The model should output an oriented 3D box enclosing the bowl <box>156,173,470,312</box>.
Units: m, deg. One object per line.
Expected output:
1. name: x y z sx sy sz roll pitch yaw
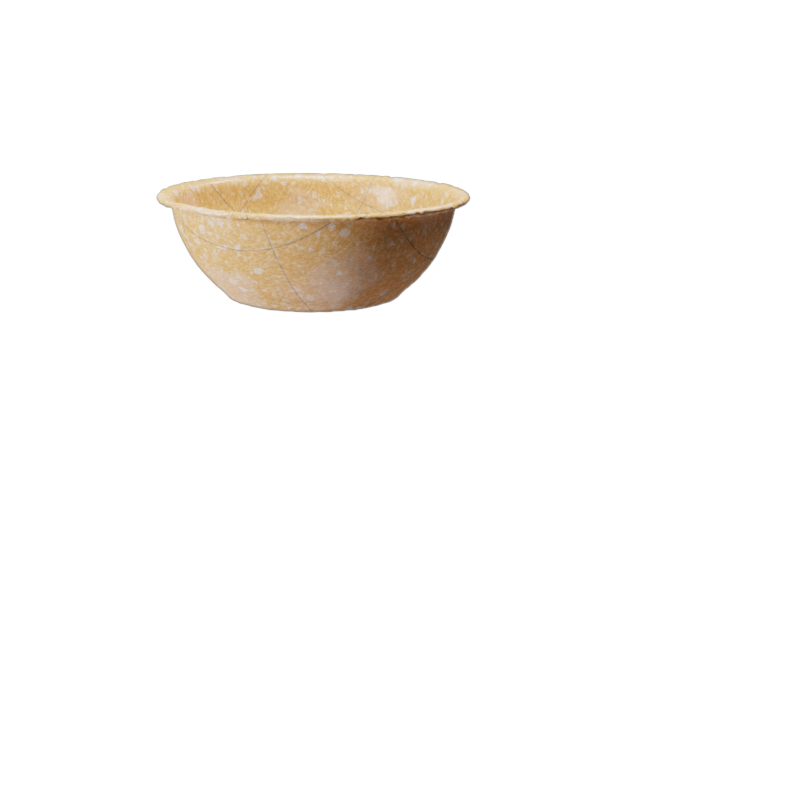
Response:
1. bowl: -0.045 -0.083 0.579 0.162 0.053 0.168 -1 17 -2
